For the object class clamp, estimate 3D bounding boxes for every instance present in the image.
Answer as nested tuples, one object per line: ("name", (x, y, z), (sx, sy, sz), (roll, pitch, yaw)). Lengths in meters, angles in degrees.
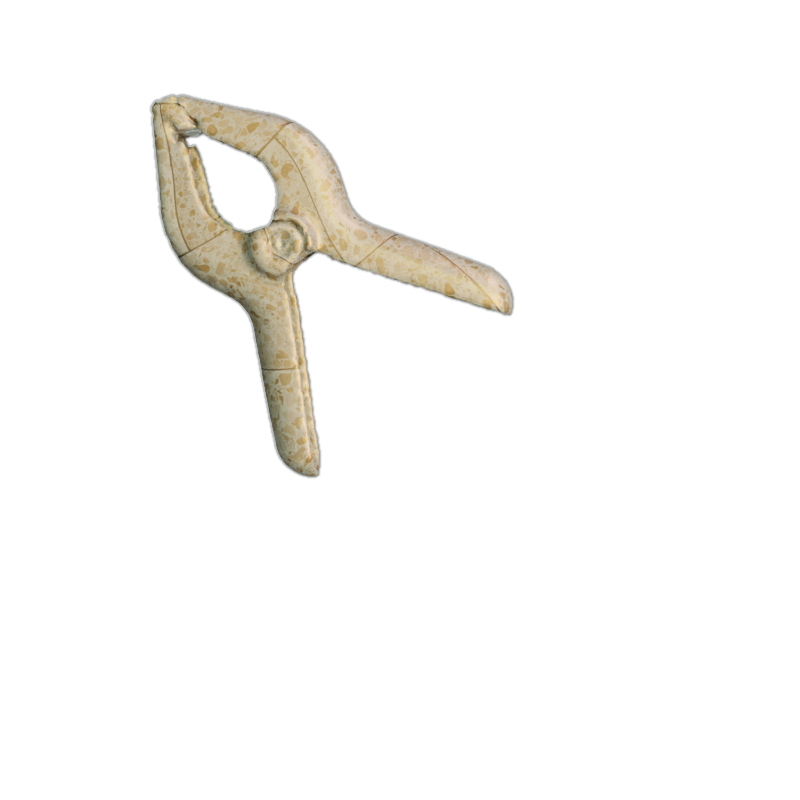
("clamp", (-0.037, -0.068, 0.474), (0.120, 0.172, 0.039), (-32, -1, -1))
